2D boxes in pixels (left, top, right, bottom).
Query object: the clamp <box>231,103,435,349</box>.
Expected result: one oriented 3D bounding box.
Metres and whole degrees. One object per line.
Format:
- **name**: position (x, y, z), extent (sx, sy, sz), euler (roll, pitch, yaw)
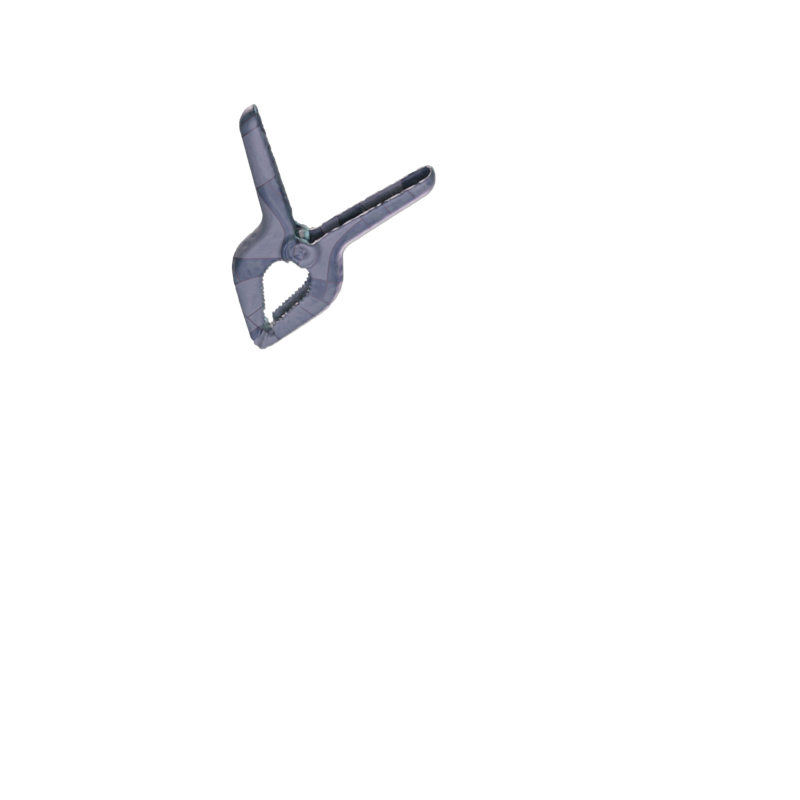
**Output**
- **clamp**: position (-0.072, -0.131, 0.919), extent (0.162, 0.200, 0.039), euler (14, 28, -8)
